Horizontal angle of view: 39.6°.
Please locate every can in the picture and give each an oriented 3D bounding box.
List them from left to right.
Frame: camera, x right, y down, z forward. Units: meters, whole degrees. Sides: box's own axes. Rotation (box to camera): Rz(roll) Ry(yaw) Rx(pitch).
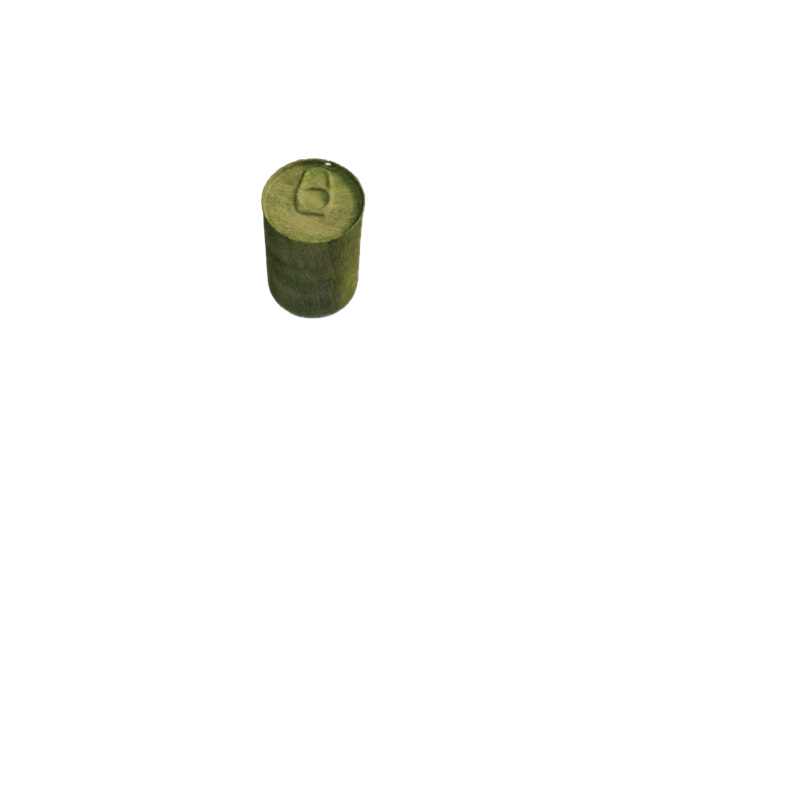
[{"bbox_3d":[-0.060,-0.109,0.762,0.068,0.073,0.096,0,-28,-3],"label":"can"}]
